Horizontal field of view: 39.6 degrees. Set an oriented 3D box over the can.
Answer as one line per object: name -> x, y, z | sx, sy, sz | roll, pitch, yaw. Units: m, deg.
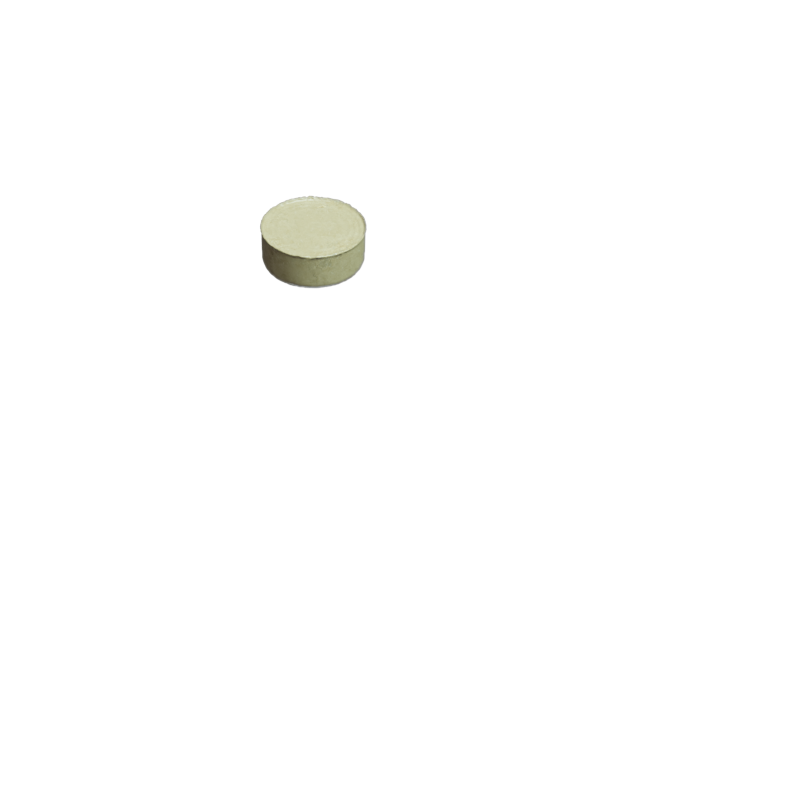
can -> -0.071, -0.129, 0.902 | 0.086, 0.031, 0.092 | -1, 41, -2
